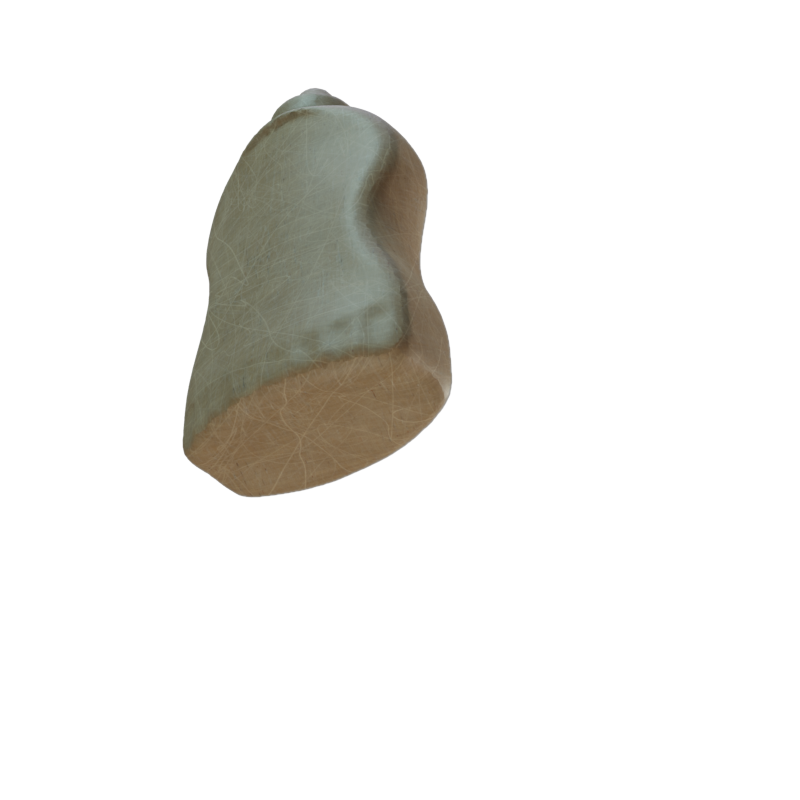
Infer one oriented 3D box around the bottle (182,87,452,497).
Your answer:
[{"bbox_3d":[-0.034,-0.062,0.436,0.096,0.206,0.054,-29,-49,24],"label":"bottle"}]
